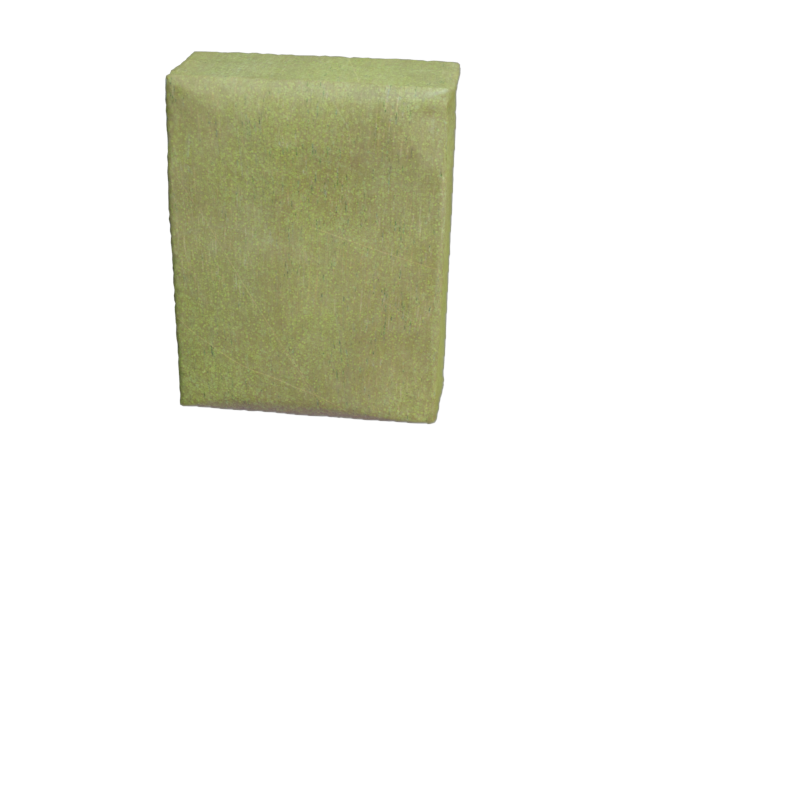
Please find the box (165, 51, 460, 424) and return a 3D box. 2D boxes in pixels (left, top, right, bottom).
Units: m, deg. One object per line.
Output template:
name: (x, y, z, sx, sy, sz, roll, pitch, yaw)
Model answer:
box: (-0.052, -0.095, 0.669, 0.166, 0.203, 0.075, 5, 24, 8)
